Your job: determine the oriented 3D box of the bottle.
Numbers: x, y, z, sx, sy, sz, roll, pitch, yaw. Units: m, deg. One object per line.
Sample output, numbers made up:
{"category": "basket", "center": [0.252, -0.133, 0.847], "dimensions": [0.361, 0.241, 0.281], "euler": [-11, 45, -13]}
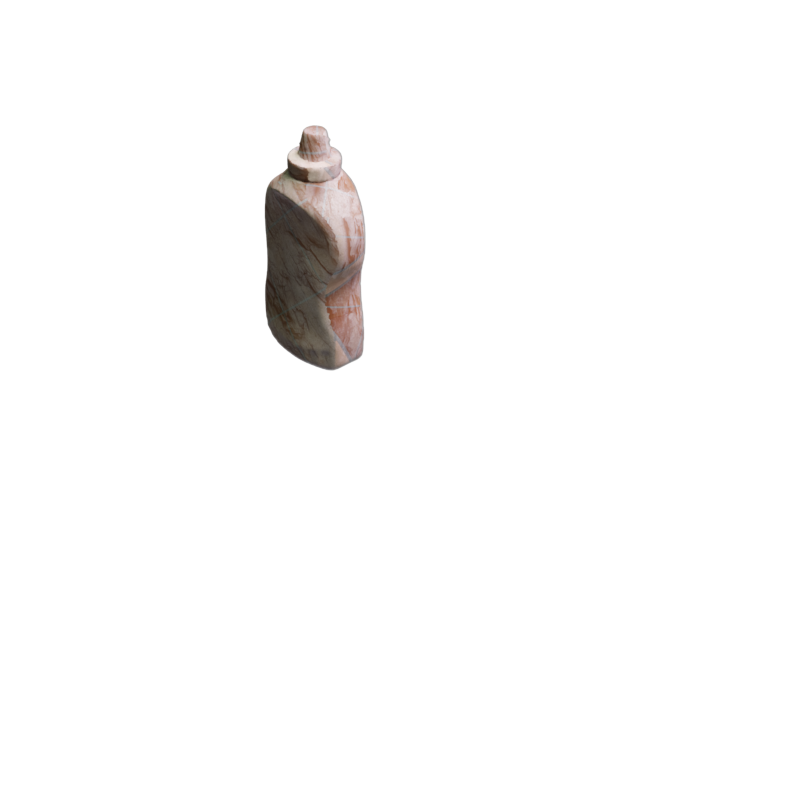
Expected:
{"category": "bottle", "center": [-0.067, -0.123, 0.861], "dimensions": [0.058, 0.180, 0.103], "euler": [-22, 42, -31]}
